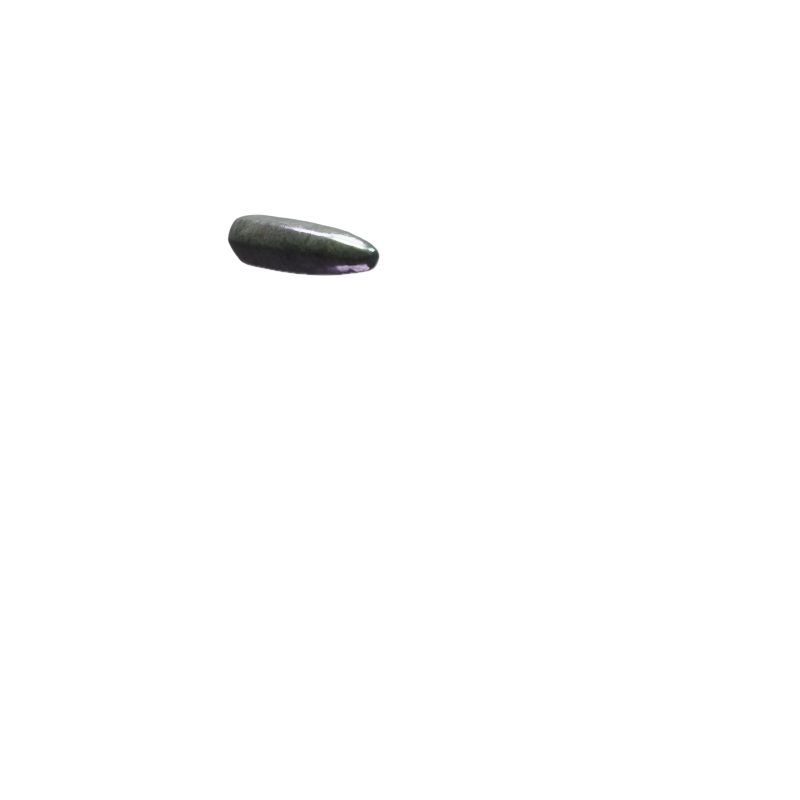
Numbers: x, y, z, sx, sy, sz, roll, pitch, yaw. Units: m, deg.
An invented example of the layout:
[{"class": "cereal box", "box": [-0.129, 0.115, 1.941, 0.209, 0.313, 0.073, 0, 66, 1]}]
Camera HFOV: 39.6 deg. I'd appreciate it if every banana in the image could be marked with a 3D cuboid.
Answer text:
[{"class": "banana", "box": [-0.080, -0.111, 0.777, 0.068, 0.036, 0.206, -4, 12, -20]}]
